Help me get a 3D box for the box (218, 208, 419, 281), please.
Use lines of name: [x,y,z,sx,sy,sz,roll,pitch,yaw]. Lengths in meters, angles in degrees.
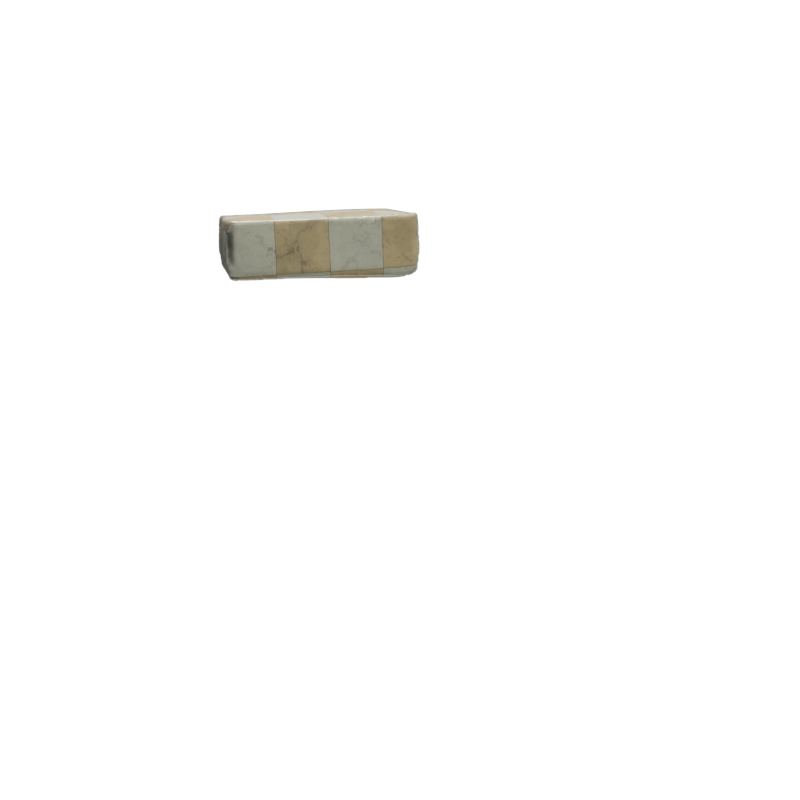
box: [-0.053,-0.096,0.674,0.112,0.038,0.093,-2,12,-10]
